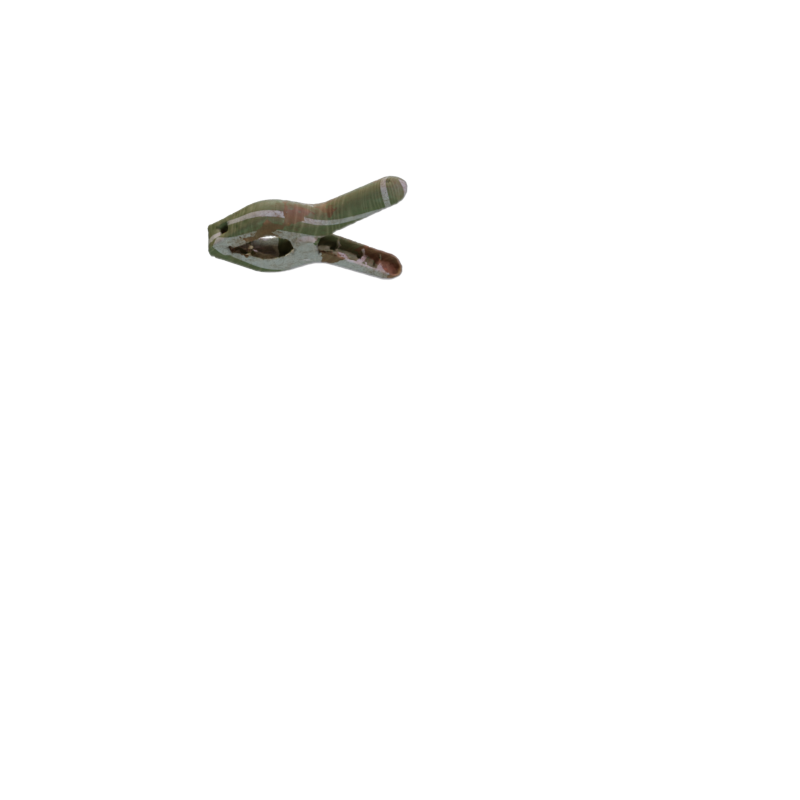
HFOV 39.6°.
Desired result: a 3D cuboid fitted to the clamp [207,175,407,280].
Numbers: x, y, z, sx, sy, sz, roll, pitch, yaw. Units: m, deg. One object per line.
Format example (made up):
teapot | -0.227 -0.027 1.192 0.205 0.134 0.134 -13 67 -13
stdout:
clamp | -0.073 -0.134 0.936 0.173 0.042 0.111 -6 -41 7
